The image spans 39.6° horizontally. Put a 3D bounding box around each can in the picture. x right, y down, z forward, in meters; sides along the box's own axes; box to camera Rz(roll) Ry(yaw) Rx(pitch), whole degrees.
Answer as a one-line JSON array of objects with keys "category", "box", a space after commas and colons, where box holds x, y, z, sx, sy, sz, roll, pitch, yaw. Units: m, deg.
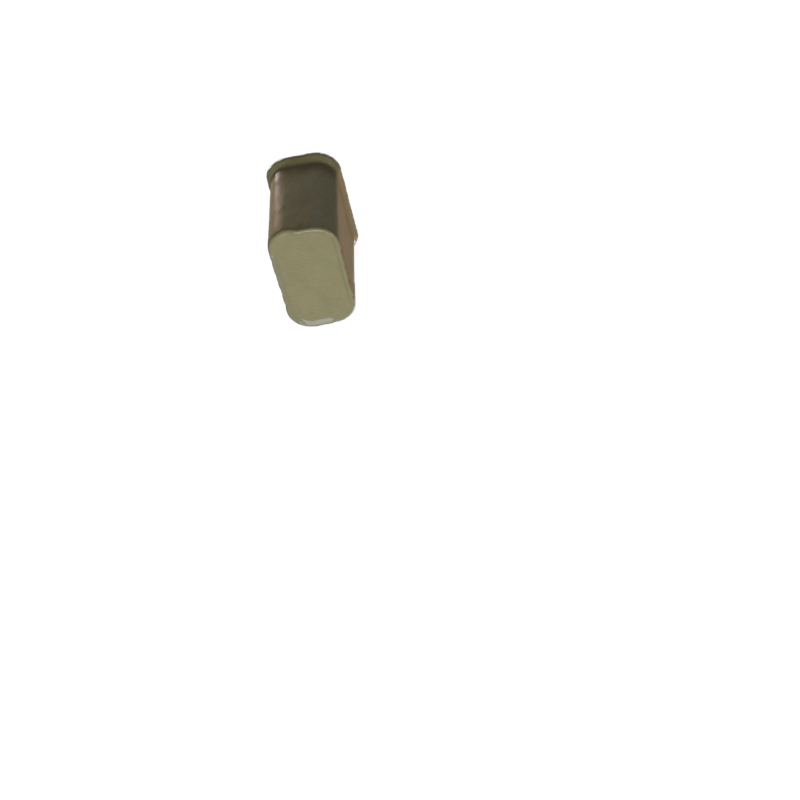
[{"category": "can", "box": [-0.065, -0.118, 0.826, 0.058, 0.090, 0.094, -9, -45, 6]}]
